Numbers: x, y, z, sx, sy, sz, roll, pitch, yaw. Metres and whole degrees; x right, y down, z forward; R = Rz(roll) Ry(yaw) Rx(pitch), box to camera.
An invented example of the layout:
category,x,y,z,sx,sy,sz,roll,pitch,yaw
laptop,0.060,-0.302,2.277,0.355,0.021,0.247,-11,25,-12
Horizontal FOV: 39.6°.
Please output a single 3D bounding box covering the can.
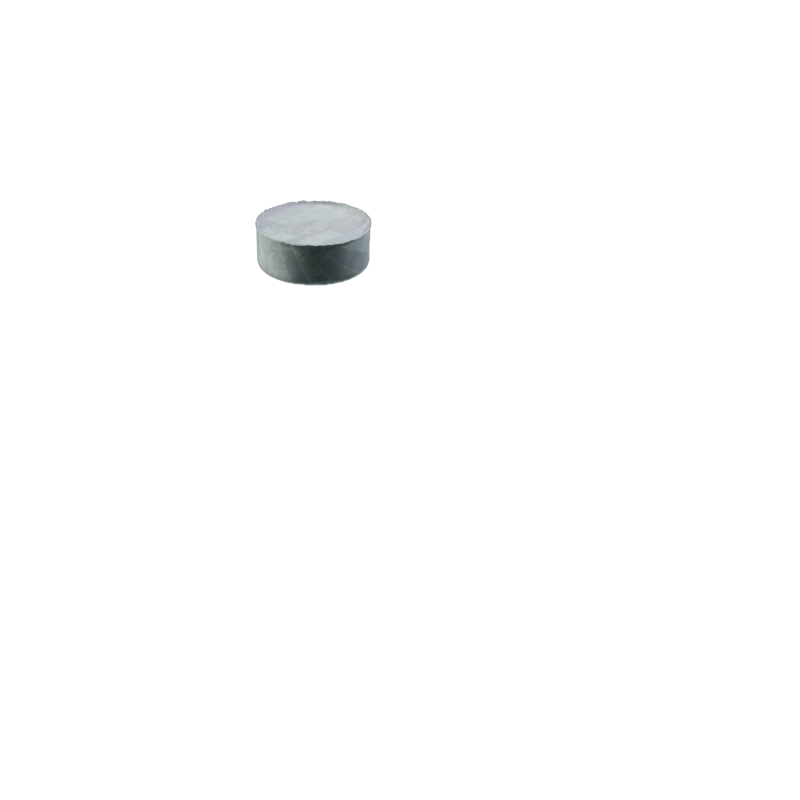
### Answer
category,x,y,z,sx,sy,sz,roll,pitch,yaw
can,-0.065,-0.118,0.824,0.086,0.032,0.091,-1,30,-2
